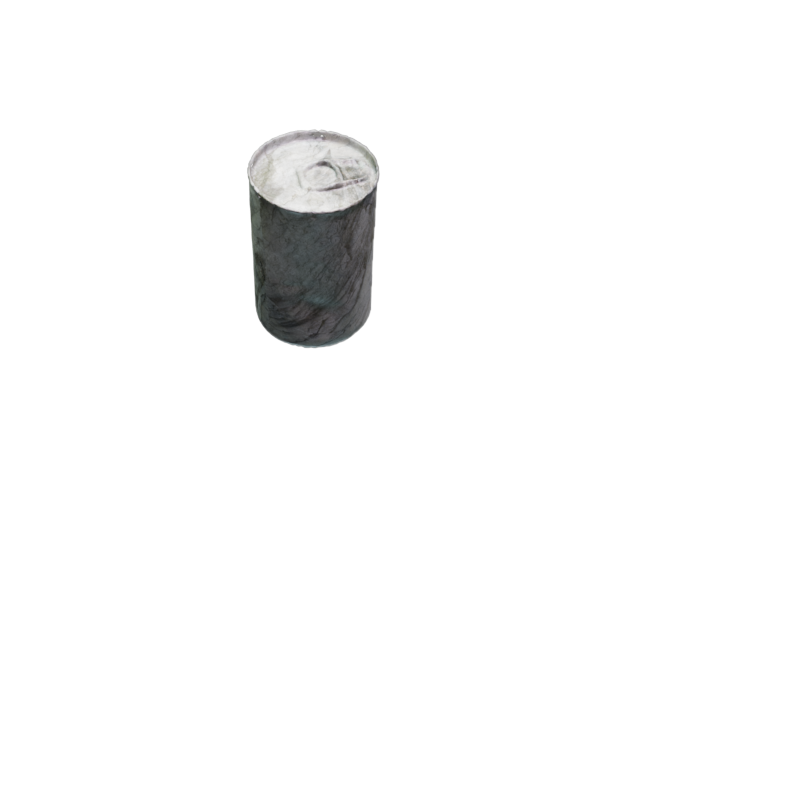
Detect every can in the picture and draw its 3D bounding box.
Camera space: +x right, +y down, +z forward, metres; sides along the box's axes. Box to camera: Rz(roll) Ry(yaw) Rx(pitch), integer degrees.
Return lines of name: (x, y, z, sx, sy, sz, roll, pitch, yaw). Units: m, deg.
can: (-0.047, -0.086, 0.603, 0.068, 0.074, 0.095, 0, -44, -3)
